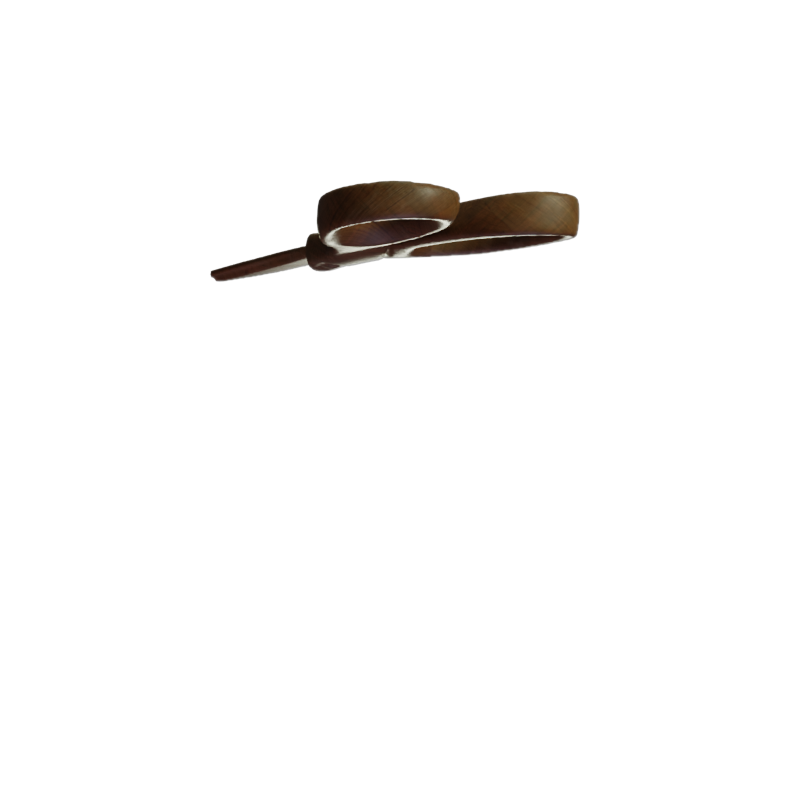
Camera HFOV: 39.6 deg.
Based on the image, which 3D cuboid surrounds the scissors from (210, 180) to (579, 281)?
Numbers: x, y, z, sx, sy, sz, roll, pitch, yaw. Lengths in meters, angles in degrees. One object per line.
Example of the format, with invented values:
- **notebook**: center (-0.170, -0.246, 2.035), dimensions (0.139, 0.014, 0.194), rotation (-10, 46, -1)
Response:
- **scissors**: center (-0.033, -0.060, 0.418), dimensions (0.208, 0.016, 0.092), rotation (-1, -3, 38)
